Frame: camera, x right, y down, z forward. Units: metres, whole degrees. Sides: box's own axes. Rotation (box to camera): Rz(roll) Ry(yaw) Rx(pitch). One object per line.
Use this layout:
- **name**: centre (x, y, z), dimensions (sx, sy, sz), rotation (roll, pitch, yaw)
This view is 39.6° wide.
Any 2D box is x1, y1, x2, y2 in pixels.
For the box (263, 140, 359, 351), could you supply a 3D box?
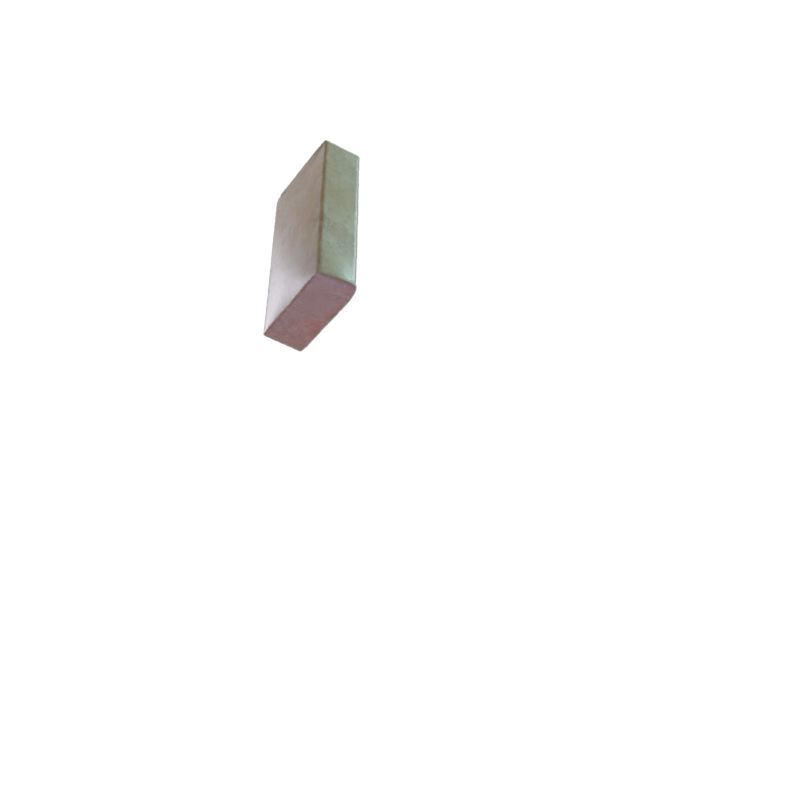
- **box**: centre (-0.077, -0.140, 0.983), dimensions (0.046, 0.189, 0.091), rotation (23, -49, -27)
